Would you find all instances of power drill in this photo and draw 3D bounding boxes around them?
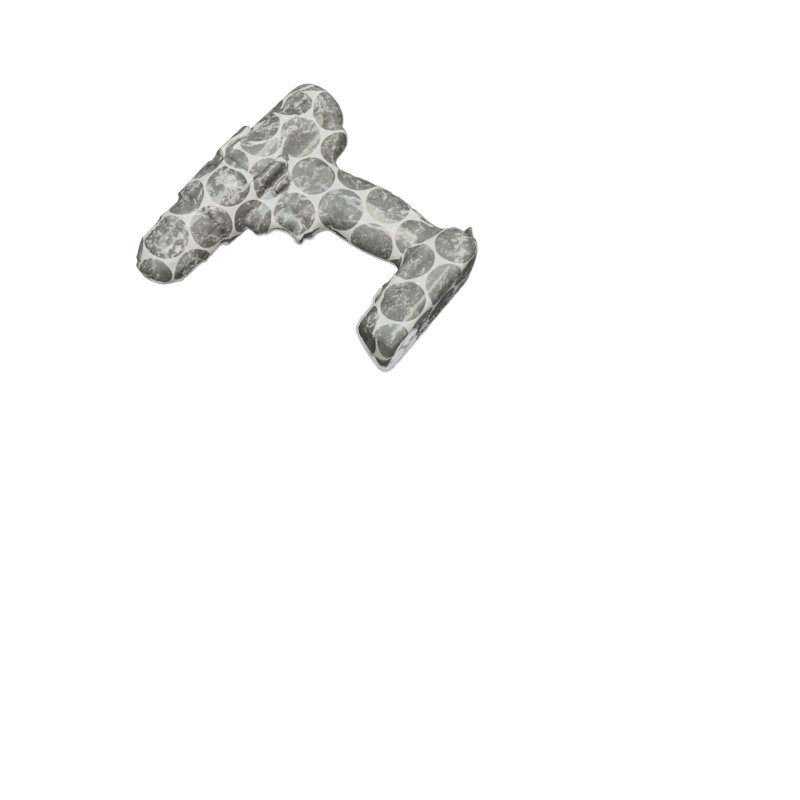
[{"bbox_3d":[-0.058,-0.106,0.745,0.195,0.187,0.055,38,-17,14],"label":"power drill"}]
